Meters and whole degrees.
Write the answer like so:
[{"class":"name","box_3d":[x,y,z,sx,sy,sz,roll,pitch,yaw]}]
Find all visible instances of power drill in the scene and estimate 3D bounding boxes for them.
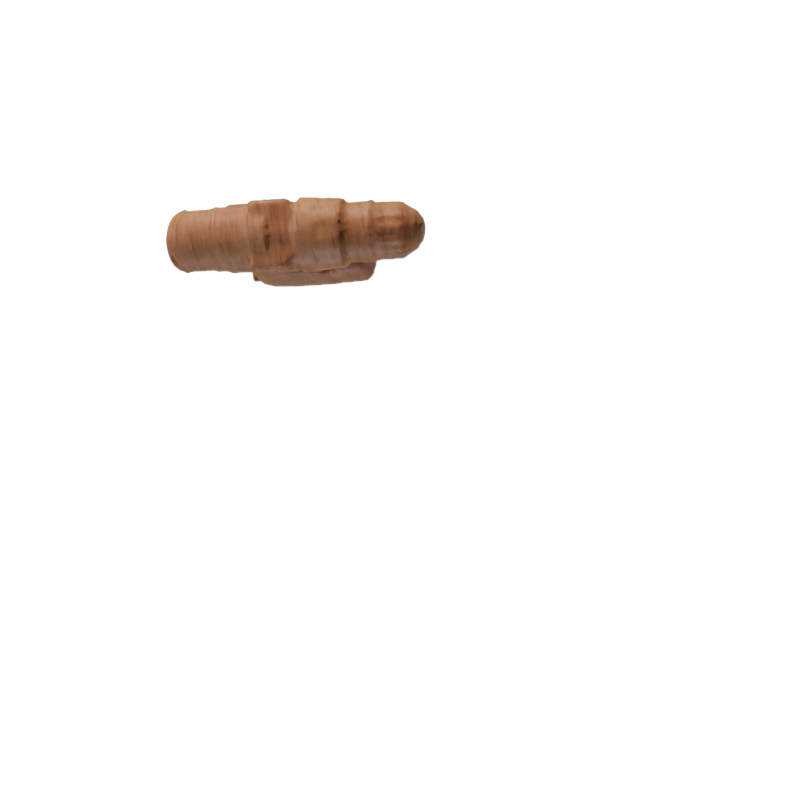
[{"class":"power drill","box_3d":[-0.066,-0.121,0.848,0.187,0.058,0.184,0,1,9]}]
